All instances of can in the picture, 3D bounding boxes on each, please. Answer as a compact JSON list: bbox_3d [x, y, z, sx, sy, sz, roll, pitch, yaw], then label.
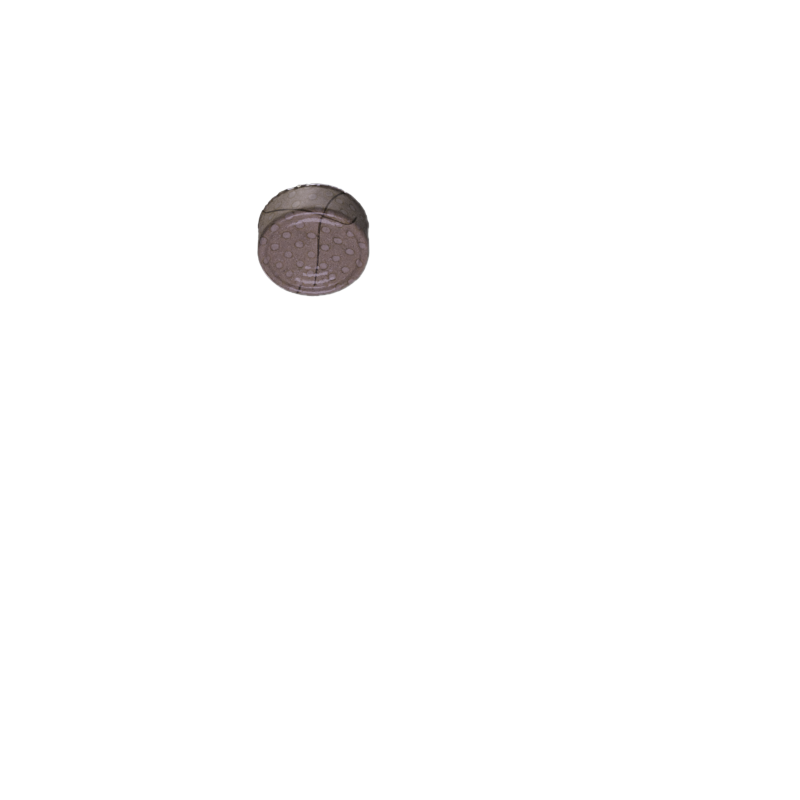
[{"bbox_3d":[-0.066,-0.120,0.841,0.086,0.080,0.036,1,42,-1],"label":"can"}]
